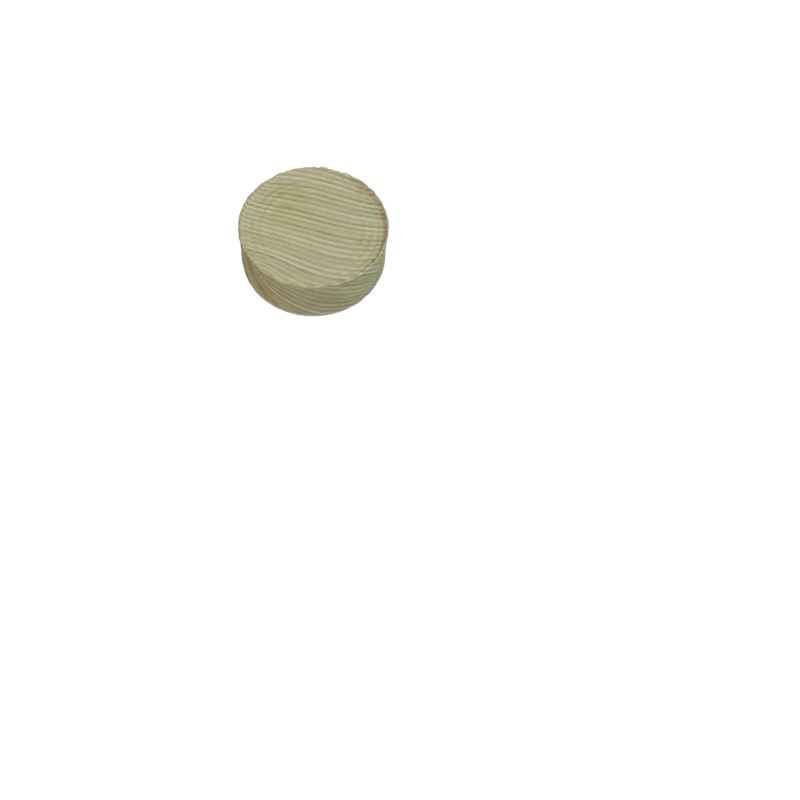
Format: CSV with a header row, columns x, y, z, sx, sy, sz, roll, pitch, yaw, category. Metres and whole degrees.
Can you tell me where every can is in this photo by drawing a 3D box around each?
x,y,z,sx,sy,sz,roll,pitch,yaw,category
-0.050,-0.092,0.641,0.086,0.092,0.031,-1,-33,-1,can
